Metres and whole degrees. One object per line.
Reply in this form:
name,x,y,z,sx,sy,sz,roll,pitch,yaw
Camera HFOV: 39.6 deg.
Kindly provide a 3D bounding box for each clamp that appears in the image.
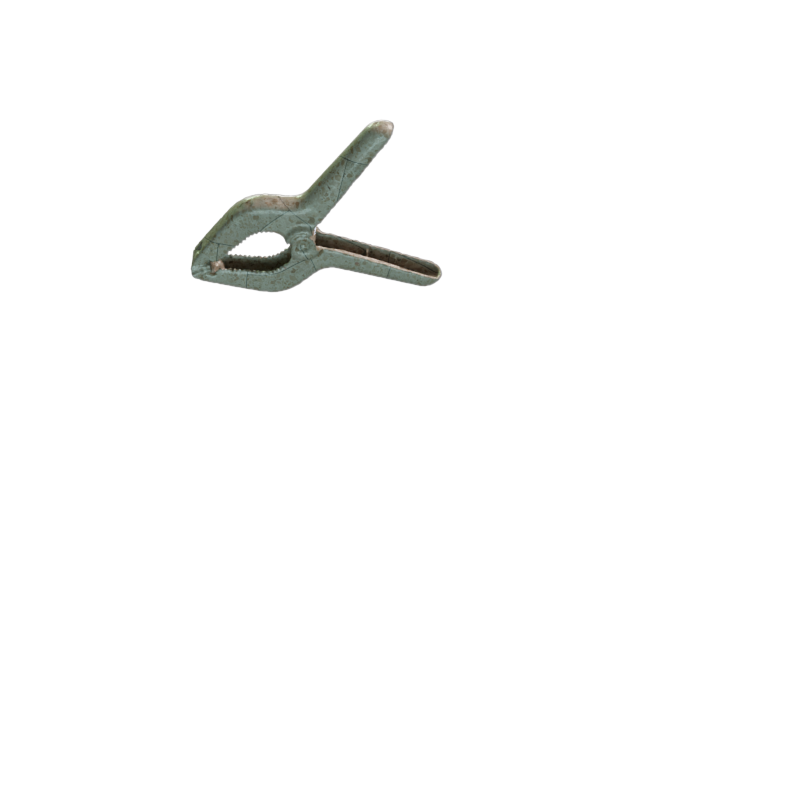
clamp,-0.074,-0.134,0.942,0.211,0.153,0.039,-19,34,14
